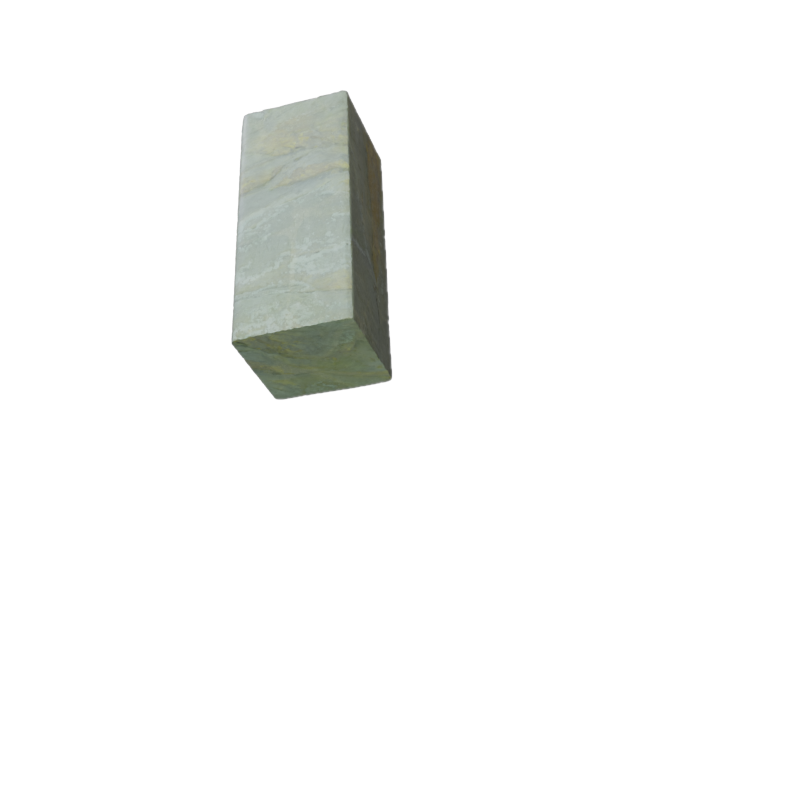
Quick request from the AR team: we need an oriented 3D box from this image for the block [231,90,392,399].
[{"bbox_3d":[-0.065,-0.117,0.822,0.091,0.220,0.084,-12,-35,14],"label":"block"}]
